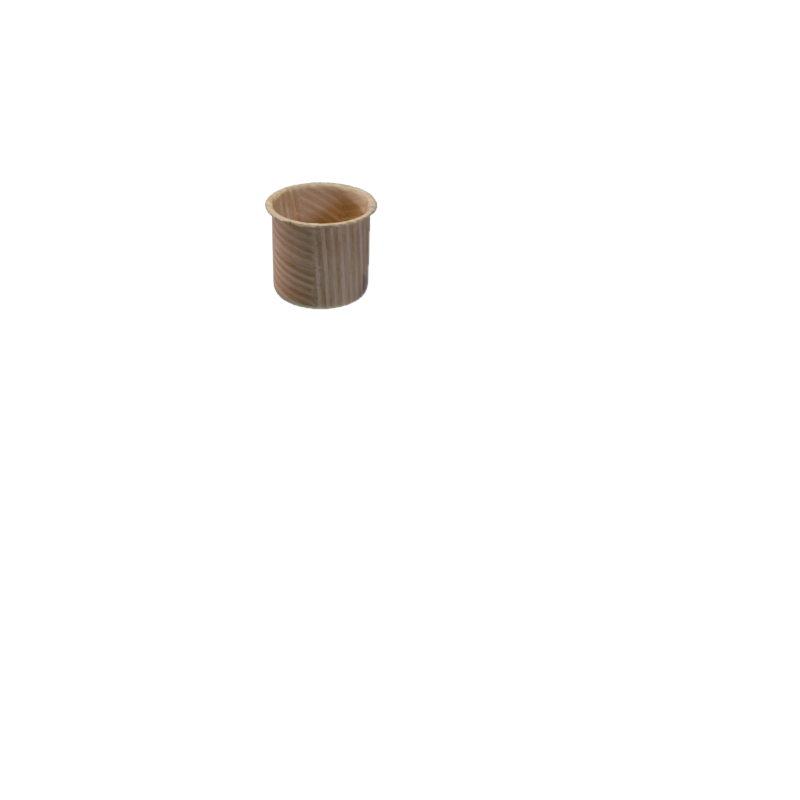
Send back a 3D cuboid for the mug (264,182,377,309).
[{"bbox_3d":[-0.074,-0.135,0.944,0.092,0.077,0.126,-18,35,-30],"label":"mug"}]
